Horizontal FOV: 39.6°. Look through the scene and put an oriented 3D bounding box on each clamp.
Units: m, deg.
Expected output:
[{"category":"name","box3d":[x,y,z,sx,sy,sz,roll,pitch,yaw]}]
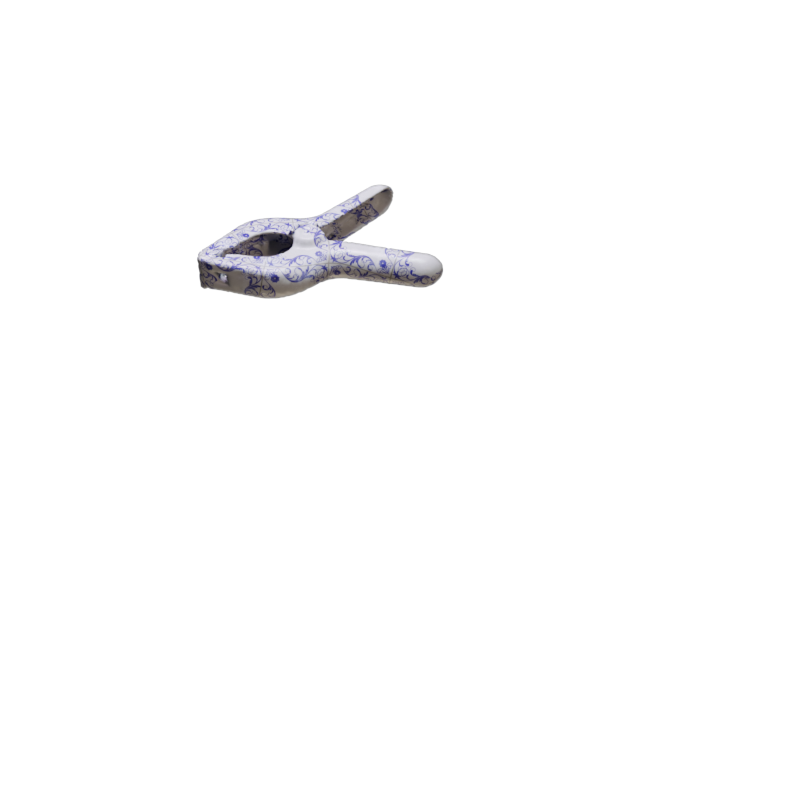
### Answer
[{"category":"clamp","box3d":[-0.064,-0.117,0.816,0.170,0.037,0.129,-5,34,-7]}]
